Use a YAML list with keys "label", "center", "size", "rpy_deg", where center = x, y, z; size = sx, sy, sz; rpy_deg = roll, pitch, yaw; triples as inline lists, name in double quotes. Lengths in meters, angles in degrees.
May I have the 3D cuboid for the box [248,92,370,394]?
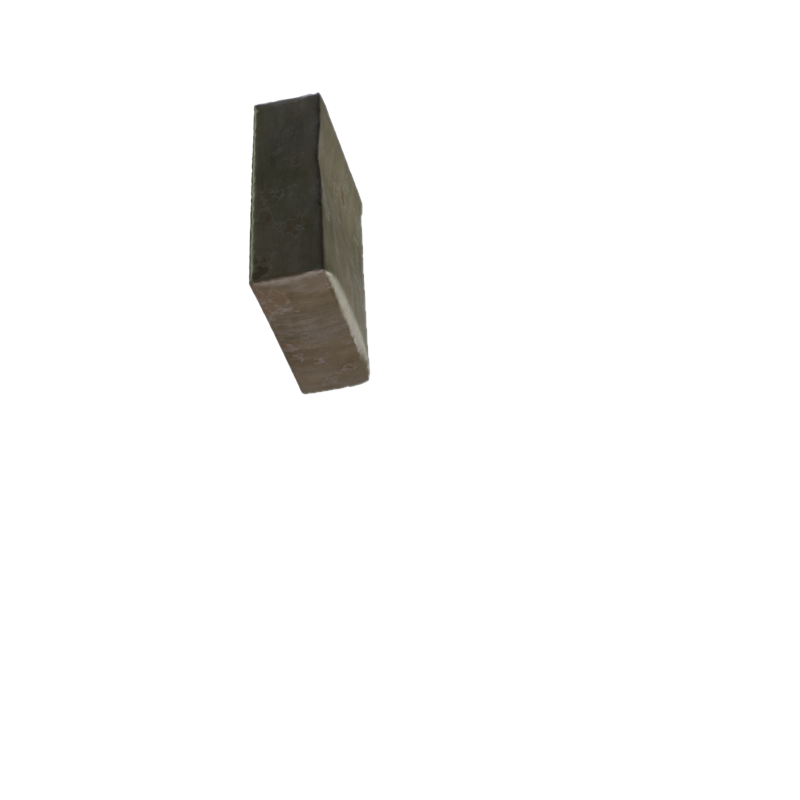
- label: "box"
  center: [-0.077, -0.140, 0.983]
  size: [0.072, 0.229, 0.151]
  rpy_deg: [-10, -39, 9]
